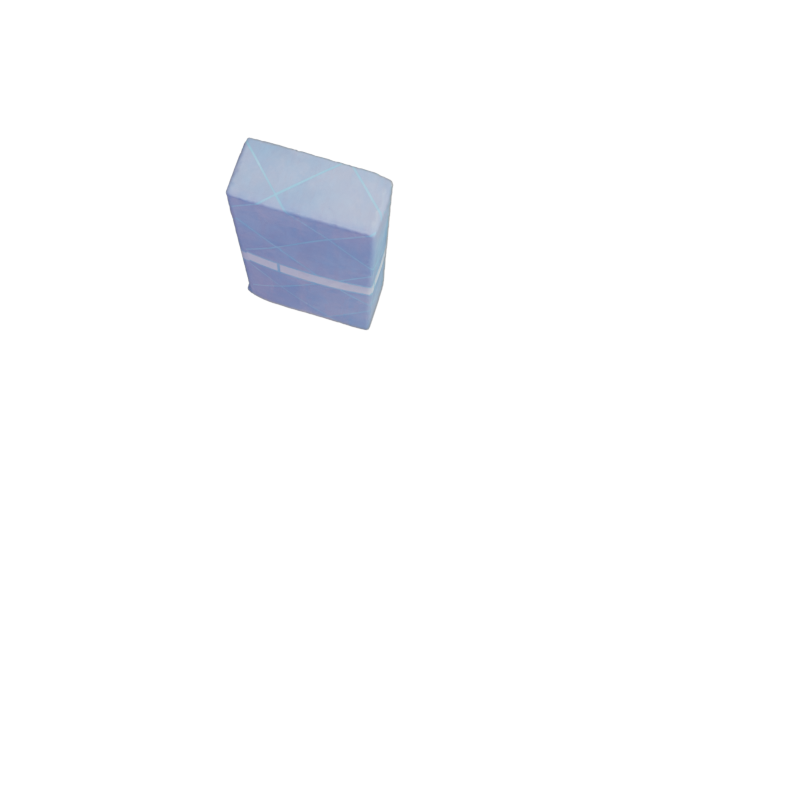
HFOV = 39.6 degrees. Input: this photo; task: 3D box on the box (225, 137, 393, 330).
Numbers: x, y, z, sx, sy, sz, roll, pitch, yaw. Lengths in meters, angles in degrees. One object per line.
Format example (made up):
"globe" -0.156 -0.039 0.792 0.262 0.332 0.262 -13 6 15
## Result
"box" -0.056 -0.102 0.714 0.094 0.050 0.168 18 -18 3
